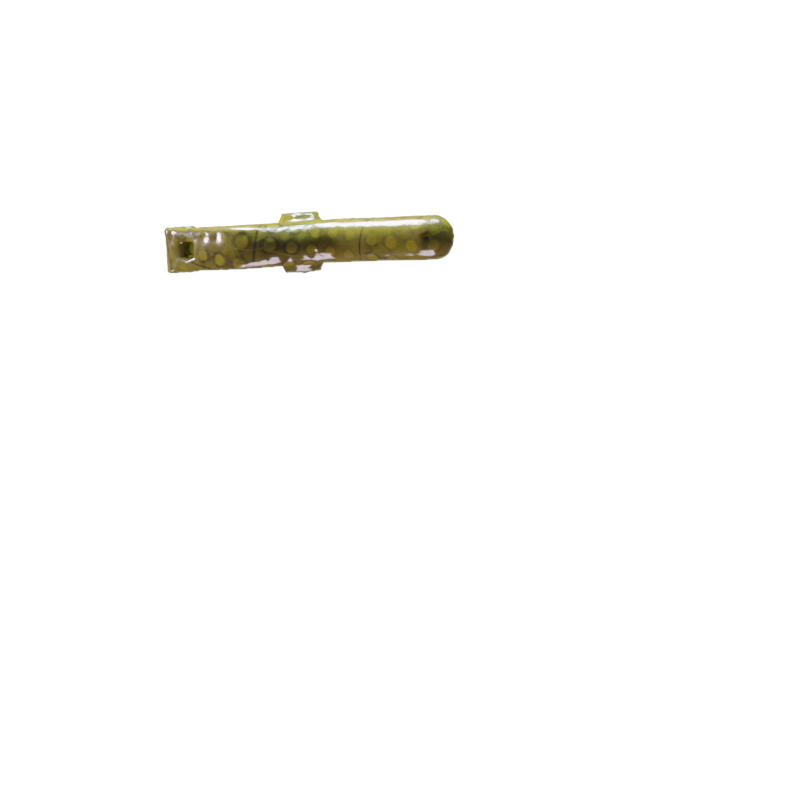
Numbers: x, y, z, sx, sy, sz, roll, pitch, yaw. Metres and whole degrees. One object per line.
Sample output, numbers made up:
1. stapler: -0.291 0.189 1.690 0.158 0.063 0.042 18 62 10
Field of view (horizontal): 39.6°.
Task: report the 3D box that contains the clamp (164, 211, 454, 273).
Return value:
1. clamp: -0.053 -0.096 0.673 0.173 0.039 0.119 0 3 7
